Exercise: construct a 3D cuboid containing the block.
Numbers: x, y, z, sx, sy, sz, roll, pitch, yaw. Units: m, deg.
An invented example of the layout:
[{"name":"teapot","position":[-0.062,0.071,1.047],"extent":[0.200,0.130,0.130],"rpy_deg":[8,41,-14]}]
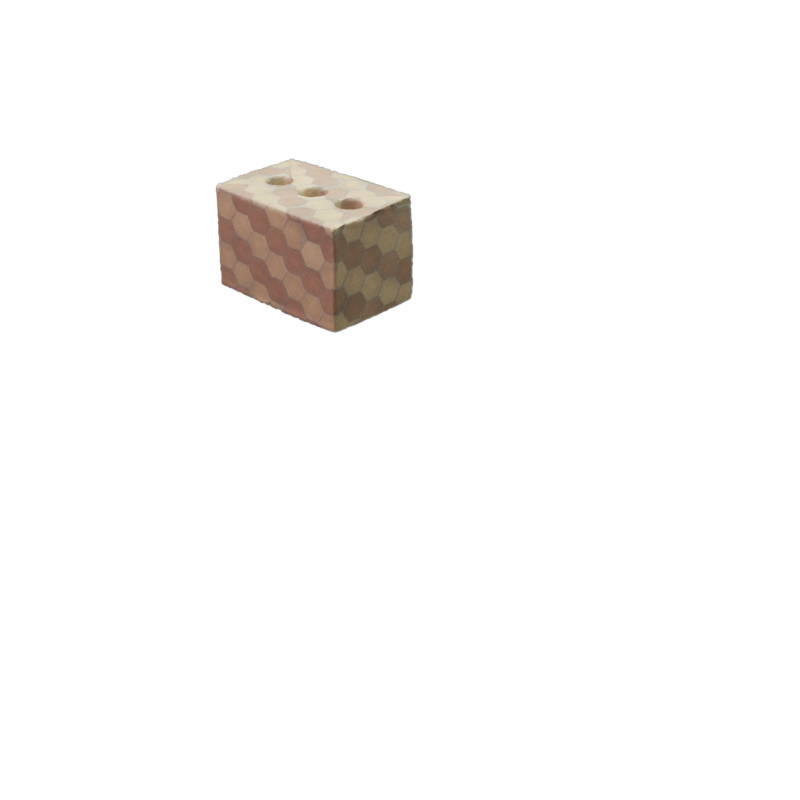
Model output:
[{"name":"block","position":[-0.040,-0.072,0.507],"extent":[0.083,0.049,0.052],"rpy_deg":[23,34,36]}]
